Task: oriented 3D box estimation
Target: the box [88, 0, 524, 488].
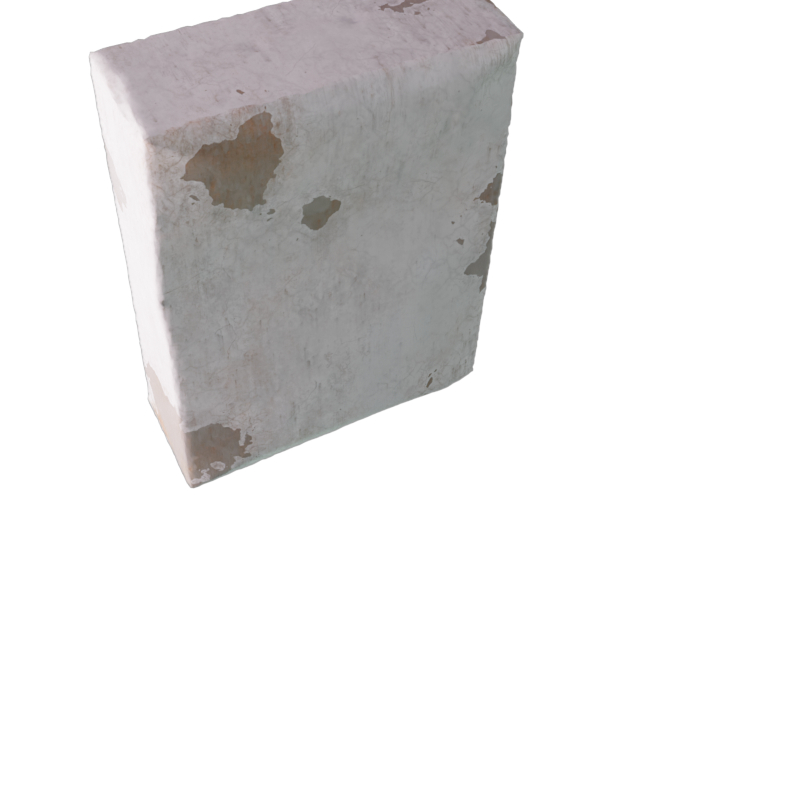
[{"bbox_3d":[-0.039,-0.072,0.502,0.163,0.078,0.199,-20,-38,-20],"label":"box"}]
